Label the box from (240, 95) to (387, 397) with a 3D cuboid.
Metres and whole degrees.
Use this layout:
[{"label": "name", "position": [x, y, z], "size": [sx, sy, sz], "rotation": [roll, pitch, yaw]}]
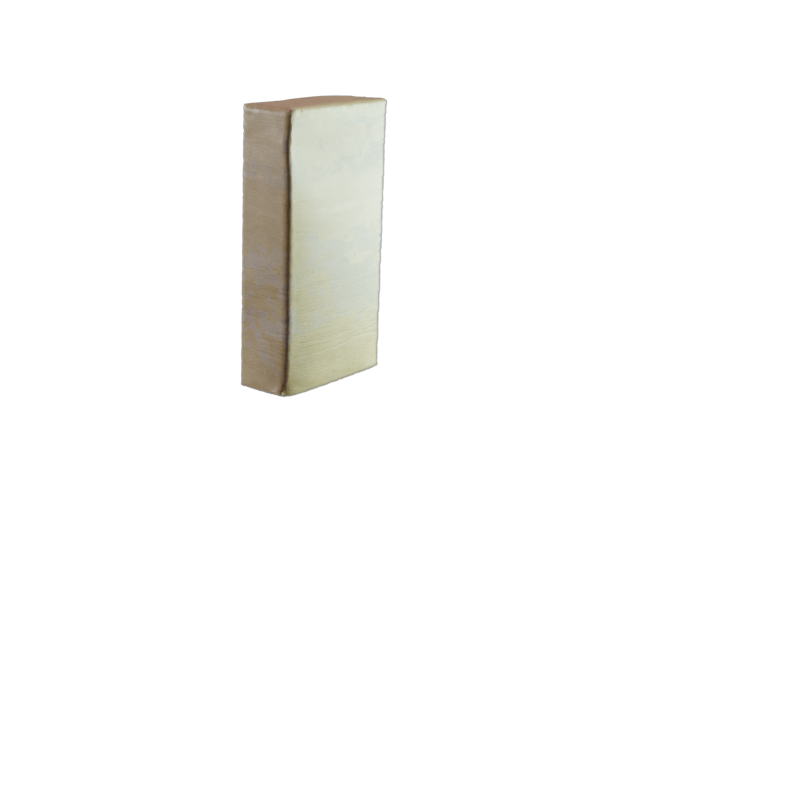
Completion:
[{"label": "box", "position": [-0.054, -0.098, 0.687], "size": [0.050, 0.171, 0.091], "rotation": [10, 16, 37]}]
